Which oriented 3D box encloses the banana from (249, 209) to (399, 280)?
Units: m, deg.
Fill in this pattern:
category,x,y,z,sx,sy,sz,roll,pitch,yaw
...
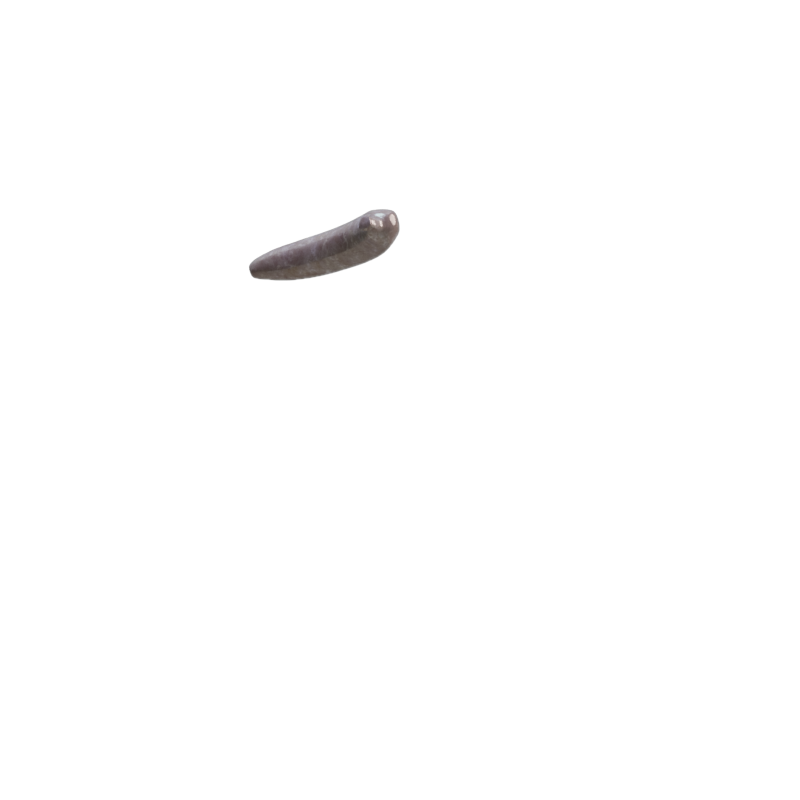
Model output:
category,x,y,z,sx,sy,sz,roll,pitch,yaw
banana,-0.058,-0.136,0.965,0.066,0.038,0.200,7,-12,-34
